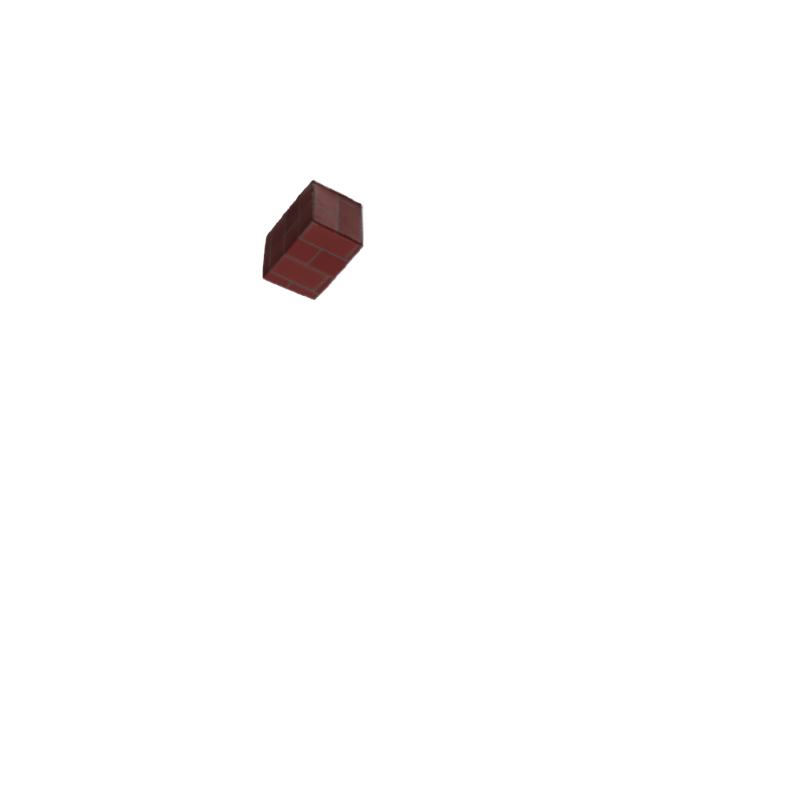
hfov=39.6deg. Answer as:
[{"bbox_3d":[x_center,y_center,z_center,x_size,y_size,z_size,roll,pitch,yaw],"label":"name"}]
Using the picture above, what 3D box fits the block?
[{"bbox_3d":[-0.072,-0.131,0.919,0.050,0.055,0.076,25,-49,-26],"label":"block"}]
